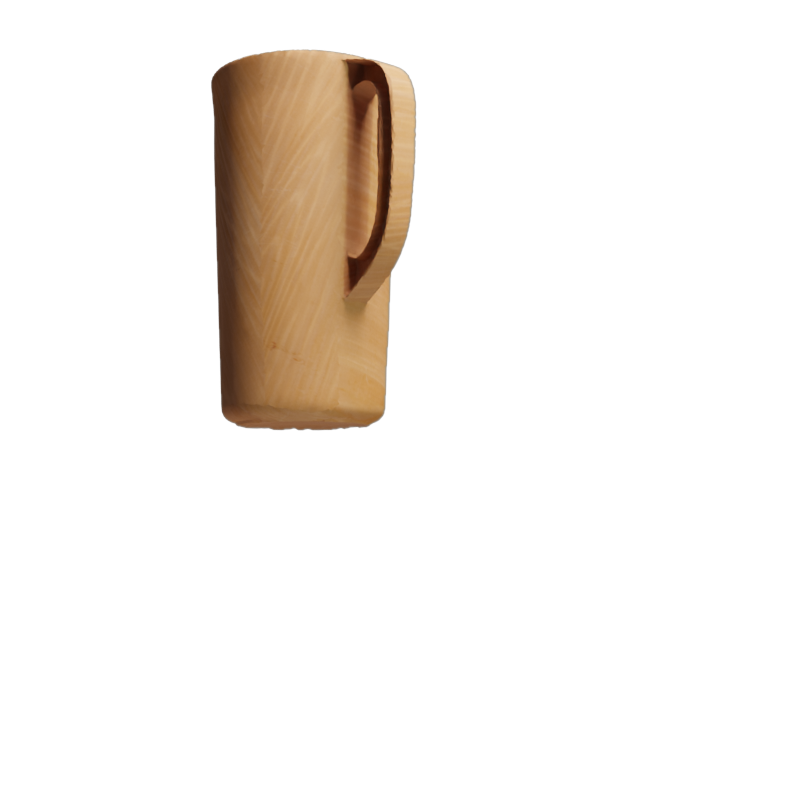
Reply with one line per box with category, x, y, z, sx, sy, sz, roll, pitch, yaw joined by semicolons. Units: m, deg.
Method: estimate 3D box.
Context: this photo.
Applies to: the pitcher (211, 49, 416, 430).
pitcher;-0.058;-0.106;0.742;0.146;0.250;0.144;-2;-11;5
